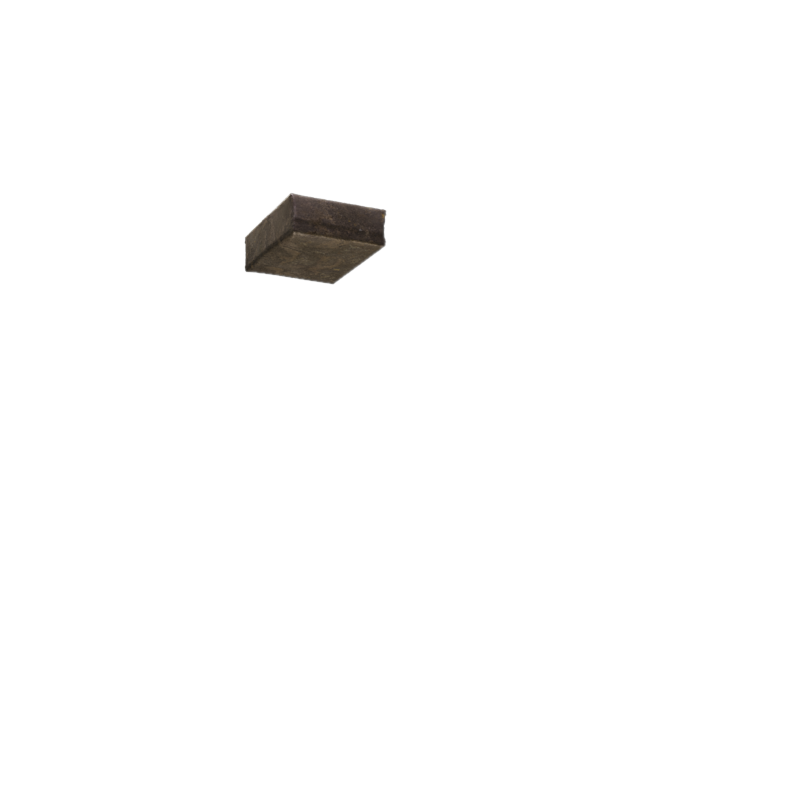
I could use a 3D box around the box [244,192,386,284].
[{"bbox_3d":[-0.076,-0.138,0.969,0.087,0.040,0.113,6,-14,-26],"label":"box"}]
